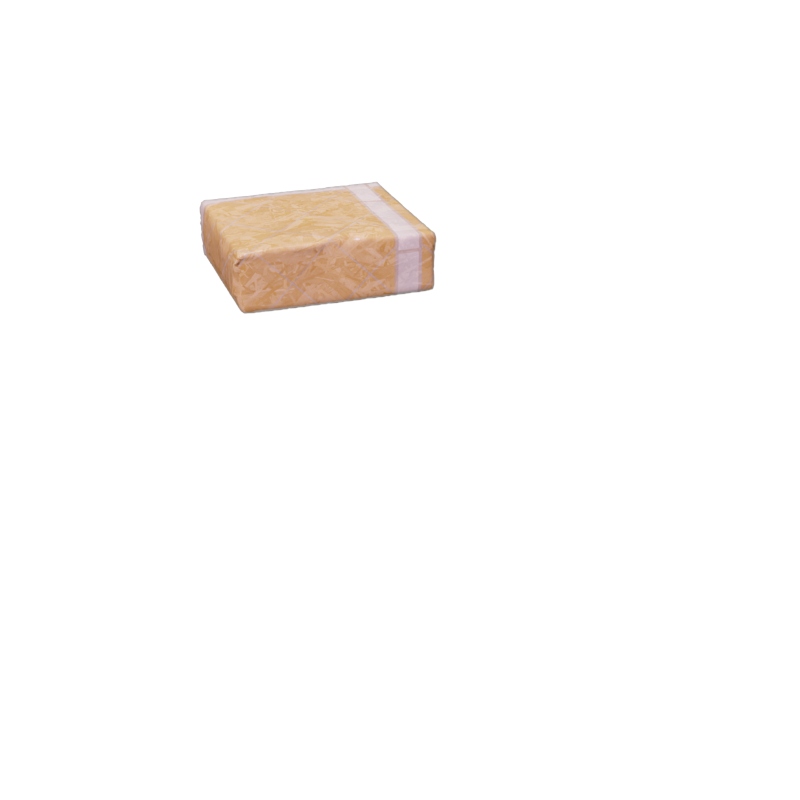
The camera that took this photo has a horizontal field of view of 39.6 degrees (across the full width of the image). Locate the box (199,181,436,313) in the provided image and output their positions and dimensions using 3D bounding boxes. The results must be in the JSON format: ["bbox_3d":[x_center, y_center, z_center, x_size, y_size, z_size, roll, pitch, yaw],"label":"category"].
[{"bbox_3d":[-0.039,-0.070,0.492,0.088,0.029,0.078,-9,28,-17],"label":"box"}]
